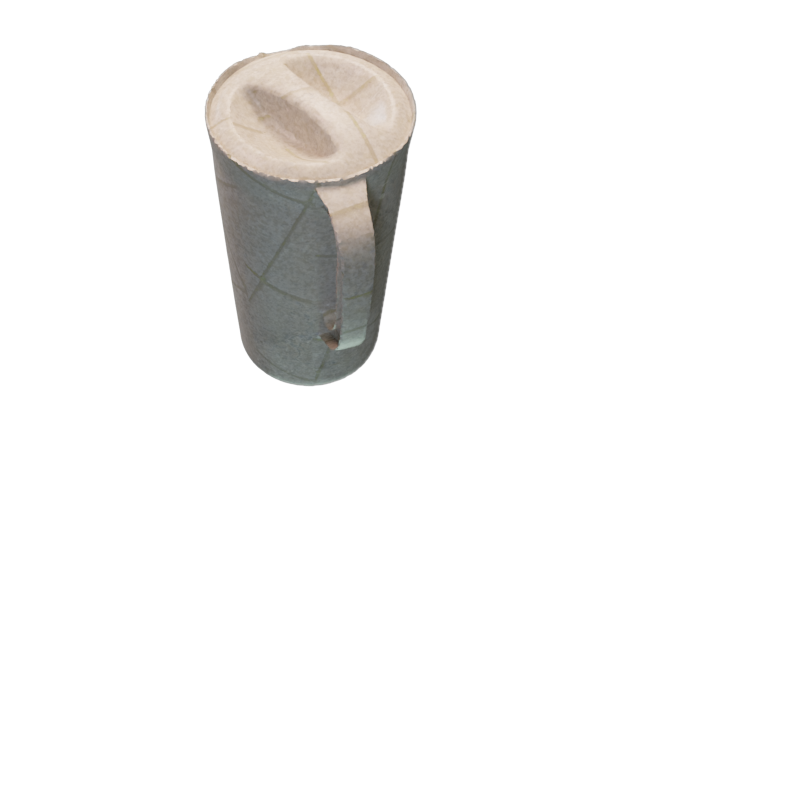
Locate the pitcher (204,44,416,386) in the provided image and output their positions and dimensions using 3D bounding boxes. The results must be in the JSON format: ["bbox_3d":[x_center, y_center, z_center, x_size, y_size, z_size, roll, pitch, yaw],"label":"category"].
[{"bbox_3d":[-0.060,-0.110,0.772,0.150,0.155,0.227,22,-36,14],"label":"pitcher"}]
